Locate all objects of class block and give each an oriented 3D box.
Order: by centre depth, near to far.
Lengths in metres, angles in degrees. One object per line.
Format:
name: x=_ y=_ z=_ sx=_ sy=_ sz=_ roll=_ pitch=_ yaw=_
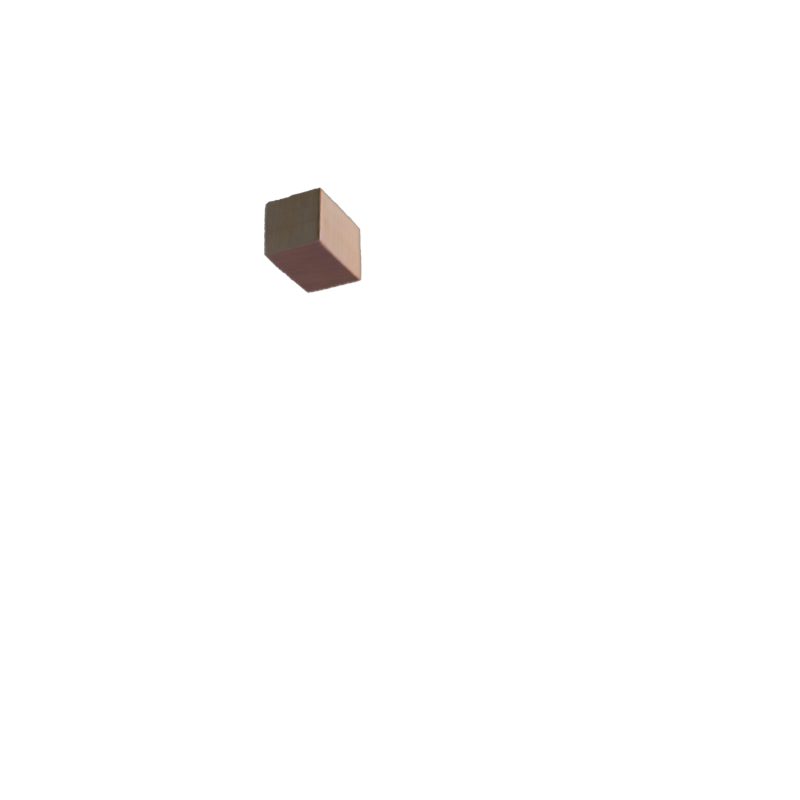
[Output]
block: x=-0.072 y=-0.131 z=0.914 sx=0.053 sy=0.054 sz=0.072 roll=-13 pitch=-28 yaw=22
